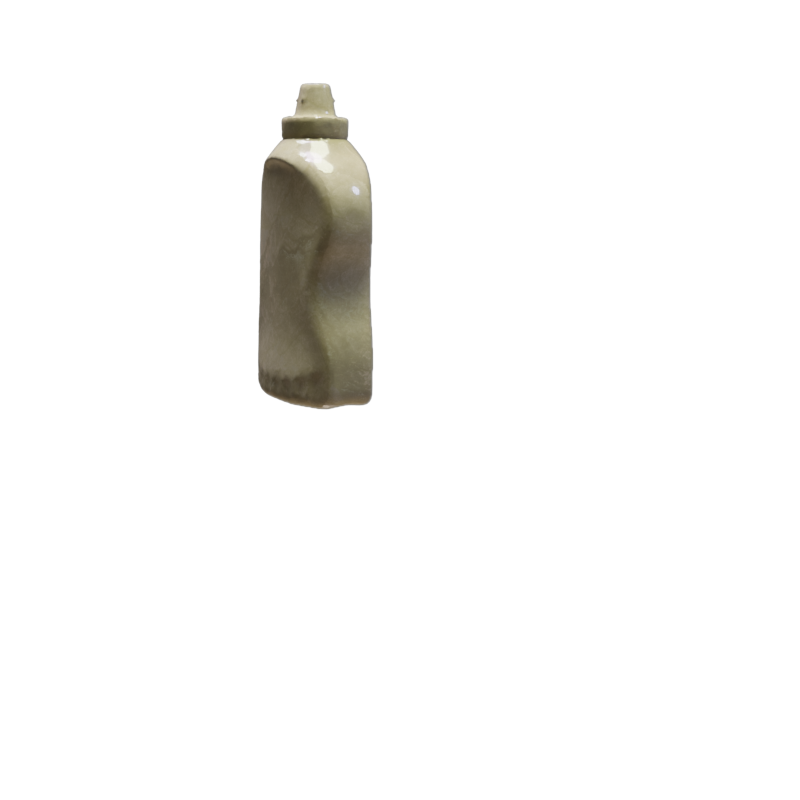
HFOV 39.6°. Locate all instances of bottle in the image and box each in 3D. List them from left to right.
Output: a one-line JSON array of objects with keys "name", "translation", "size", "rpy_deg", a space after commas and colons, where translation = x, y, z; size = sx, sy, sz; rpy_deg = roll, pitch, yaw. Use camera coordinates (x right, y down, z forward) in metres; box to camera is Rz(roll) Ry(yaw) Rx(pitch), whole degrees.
[{"name": "bottle", "translation": [-0.053, -0.097, 0.679], "size": [0.057, 0.190, 0.100], "rpy_deg": [-2, 6, -28]}]
